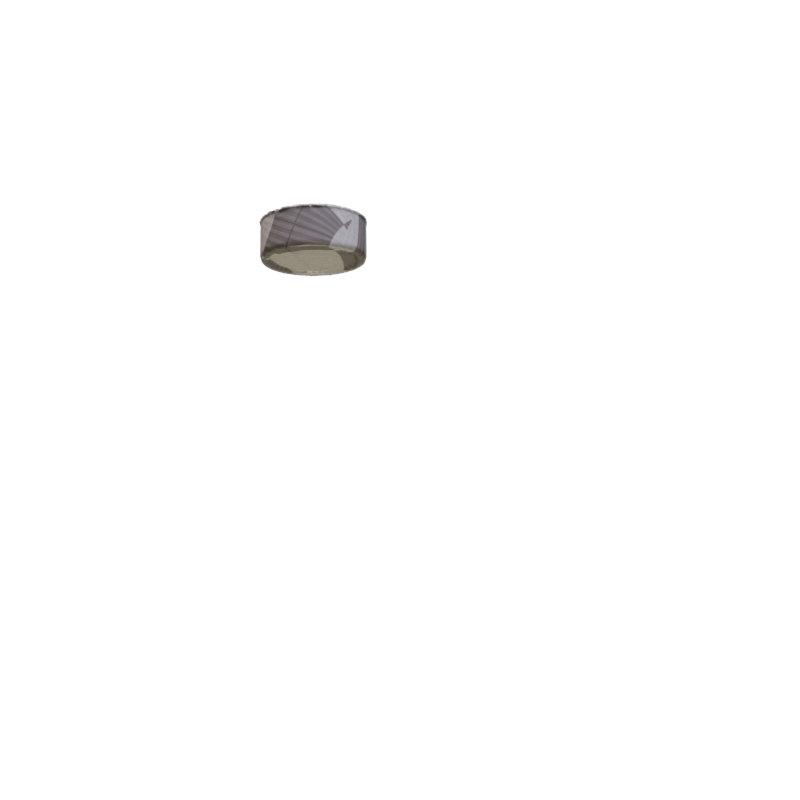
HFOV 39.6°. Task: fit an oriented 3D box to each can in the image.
[{"bbox_3d":[-0.069,-0.126,0.881,0.086,0.035,0.083,0,-12,-2],"label":"can"}]
